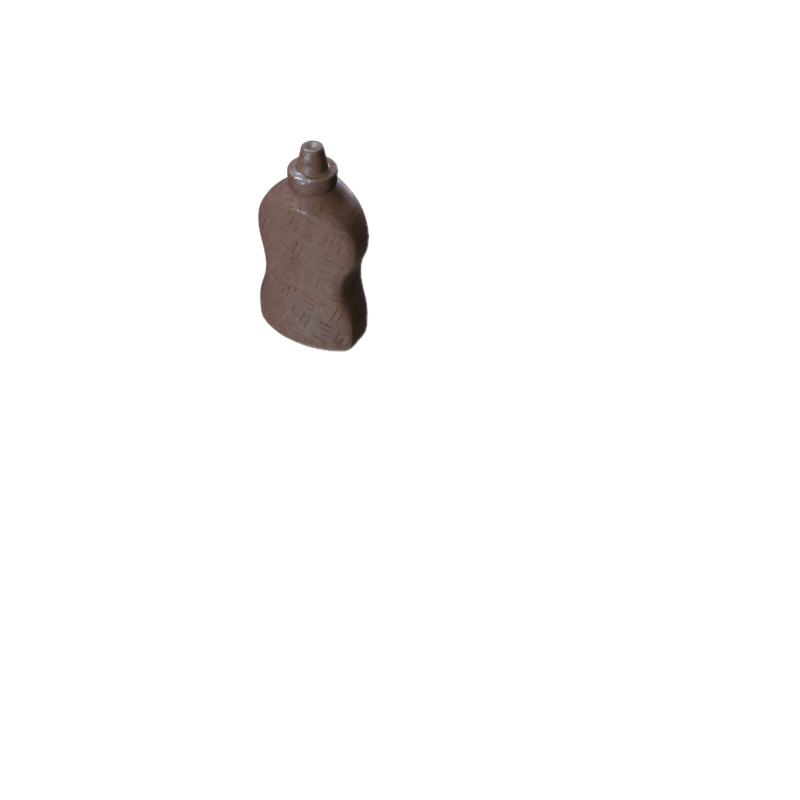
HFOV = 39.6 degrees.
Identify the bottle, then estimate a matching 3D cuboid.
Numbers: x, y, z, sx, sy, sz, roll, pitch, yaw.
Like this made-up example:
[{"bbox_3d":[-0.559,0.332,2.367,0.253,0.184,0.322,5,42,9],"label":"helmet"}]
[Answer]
[{"bbox_3d":[-0.073,-0.132,0.929,0.101,0.179,0.060,24,45,23],"label":"bottle"}]
